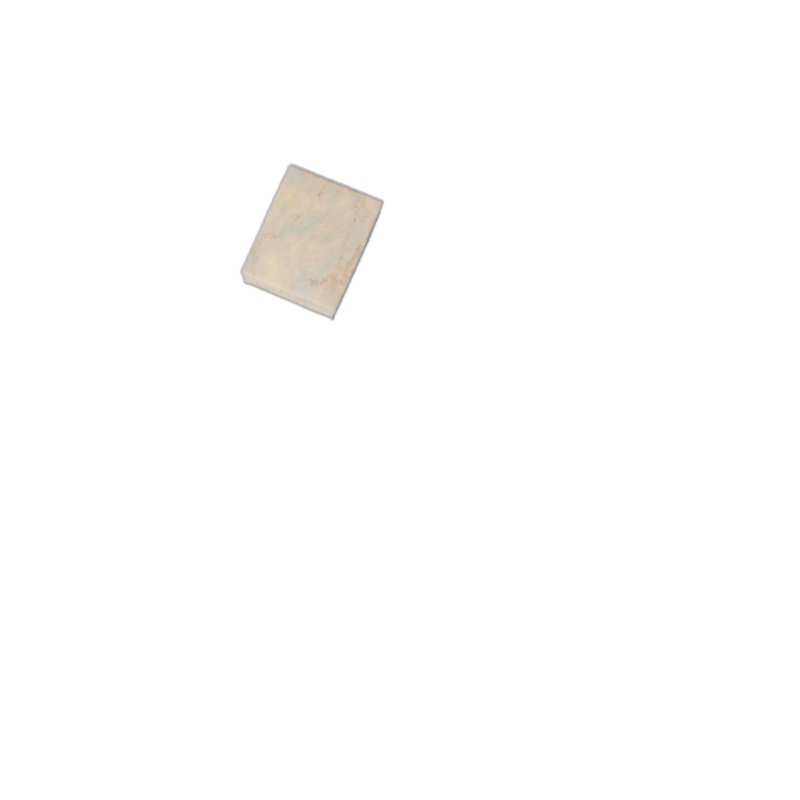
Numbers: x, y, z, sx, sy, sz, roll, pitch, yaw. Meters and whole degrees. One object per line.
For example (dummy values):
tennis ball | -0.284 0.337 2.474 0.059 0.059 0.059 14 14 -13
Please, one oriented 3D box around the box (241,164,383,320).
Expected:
box | -0.077 -0.140 0.978 0.091 0.116 0.037 21 -14 5
